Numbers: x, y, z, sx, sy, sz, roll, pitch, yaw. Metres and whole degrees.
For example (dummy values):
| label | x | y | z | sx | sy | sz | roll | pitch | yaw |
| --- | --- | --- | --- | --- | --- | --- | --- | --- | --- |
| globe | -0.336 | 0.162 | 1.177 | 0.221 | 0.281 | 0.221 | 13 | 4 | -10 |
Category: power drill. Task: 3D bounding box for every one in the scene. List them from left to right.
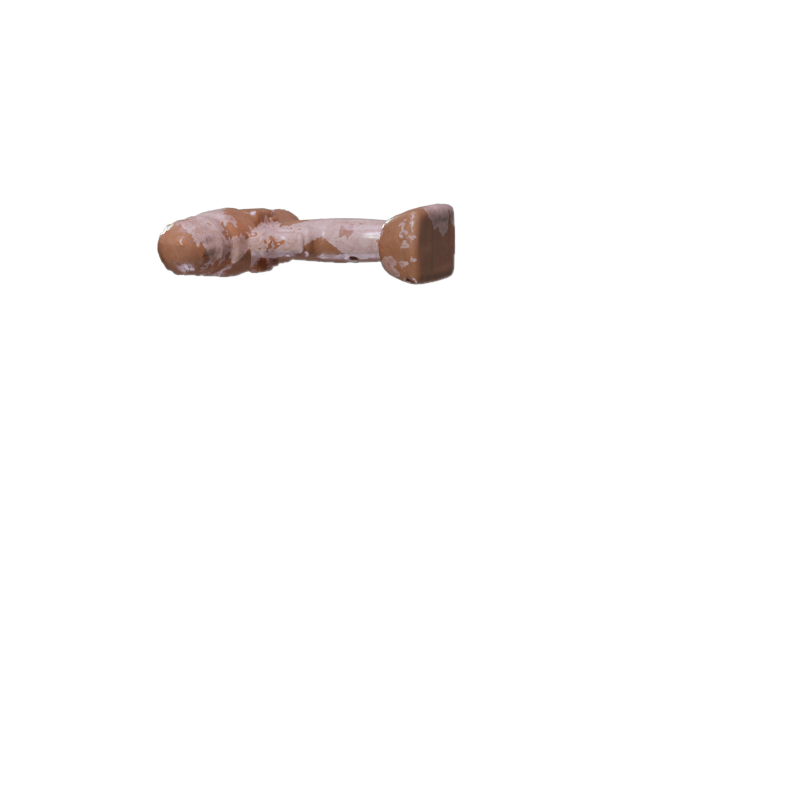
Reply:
| label | x | y | z | sx | sy | sz | roll | pitch | yaw |
| --- | --- | --- | --- | --- | --- | --- | --- | --- | --- |
| power drill | -0.064 | -0.117 | 0.823 | 0.194 | 0.056 | 0.183 | 5 | 14 | 22 |
